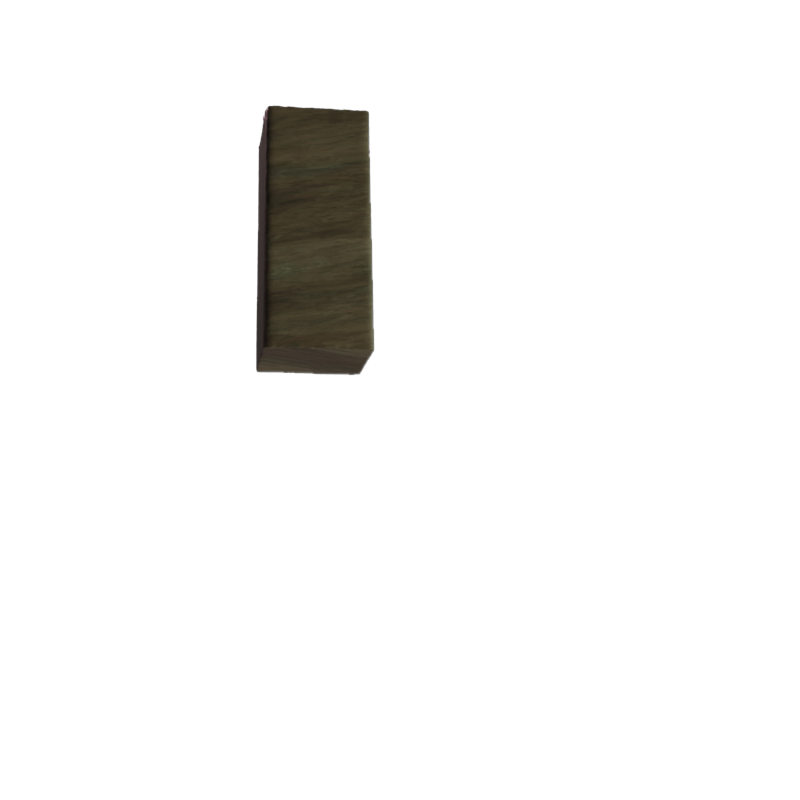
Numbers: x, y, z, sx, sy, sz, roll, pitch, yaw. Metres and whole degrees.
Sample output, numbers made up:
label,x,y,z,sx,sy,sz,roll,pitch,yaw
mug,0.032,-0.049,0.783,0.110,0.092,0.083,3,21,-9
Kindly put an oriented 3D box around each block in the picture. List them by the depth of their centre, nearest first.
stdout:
label,x,y,z,sx,sy,sz,roll,pitch,yaw
block,-0.073,-0.133,0.929,0.089,0.215,0.088,1,-18,-8
